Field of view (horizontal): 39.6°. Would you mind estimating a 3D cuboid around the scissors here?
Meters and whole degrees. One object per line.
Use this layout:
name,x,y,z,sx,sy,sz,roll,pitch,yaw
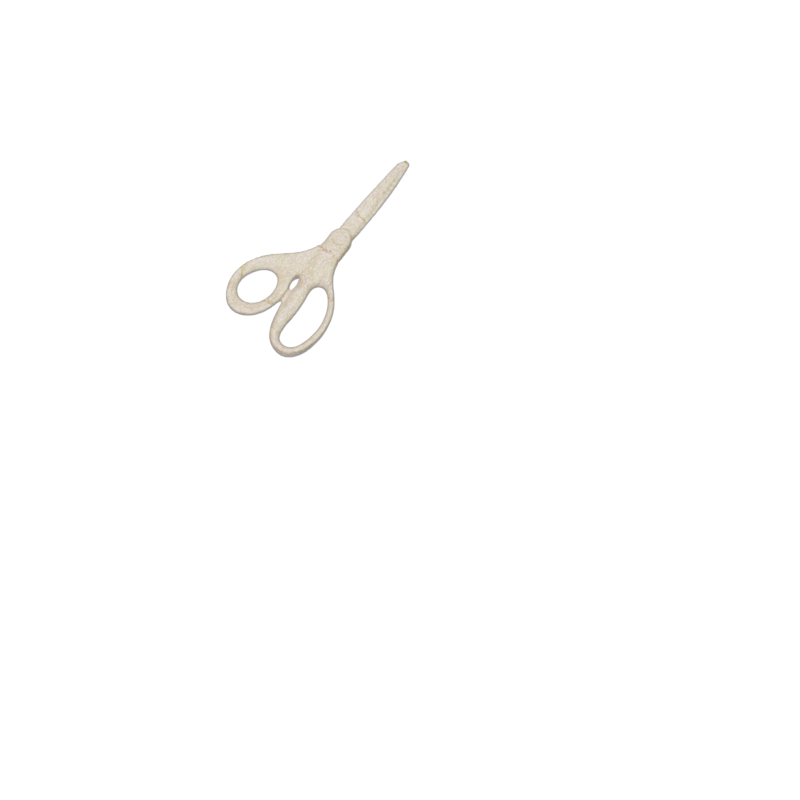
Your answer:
scissors,-0.070,-0.128,0.896,0.098,0.210,0.015,17,-26,9
